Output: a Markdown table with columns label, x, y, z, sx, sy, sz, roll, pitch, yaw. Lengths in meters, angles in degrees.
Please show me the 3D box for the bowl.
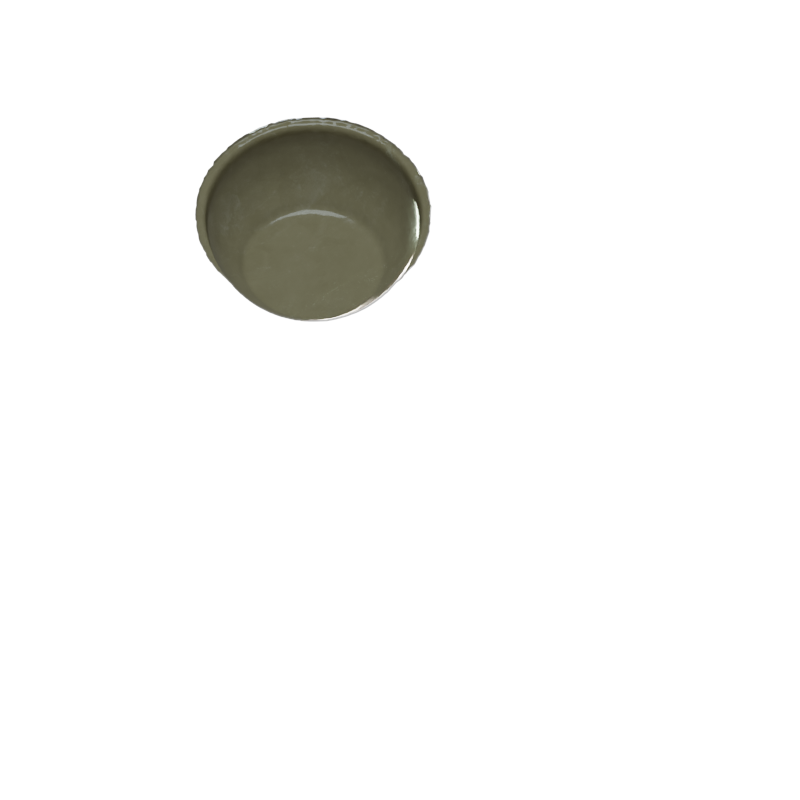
| label | x | y | z | sx | sy | sz | roll | pitch | yaw |
| --- | --- | --- | --- | --- | --- | --- | --- | --- | --- |
| bowl | -0.058 | -0.106 | 0.739 | 0.162 | 0.151 | 0.059 | 1 | 40 | -1 |
